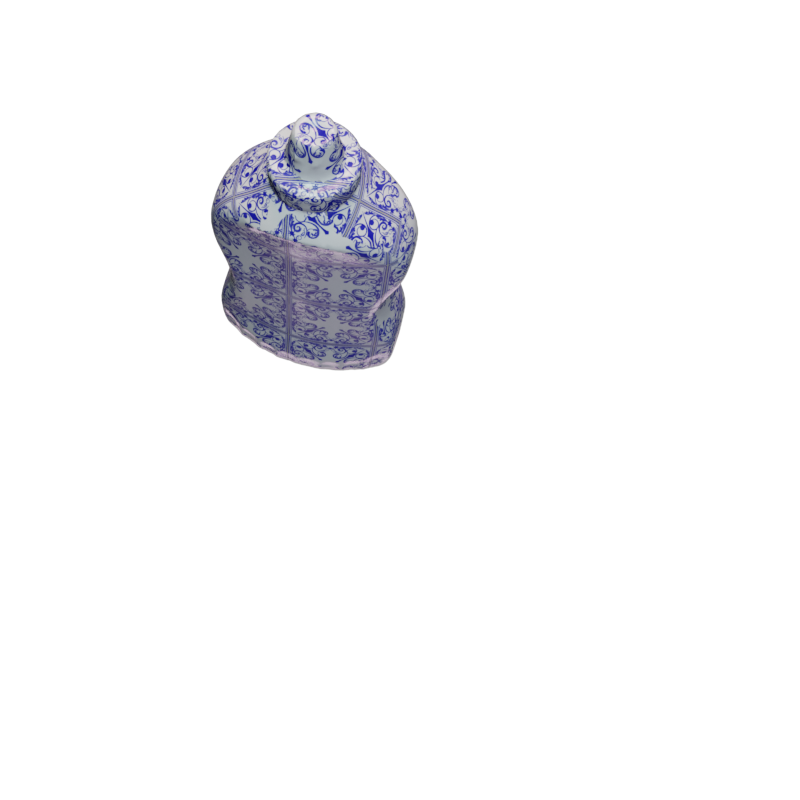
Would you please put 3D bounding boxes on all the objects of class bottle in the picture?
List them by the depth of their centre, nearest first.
[{"bbox_3d":[-0.041,-0.076,0.530,0.097,0.061,0.182,19,-21,4],"label":"bottle"}]
